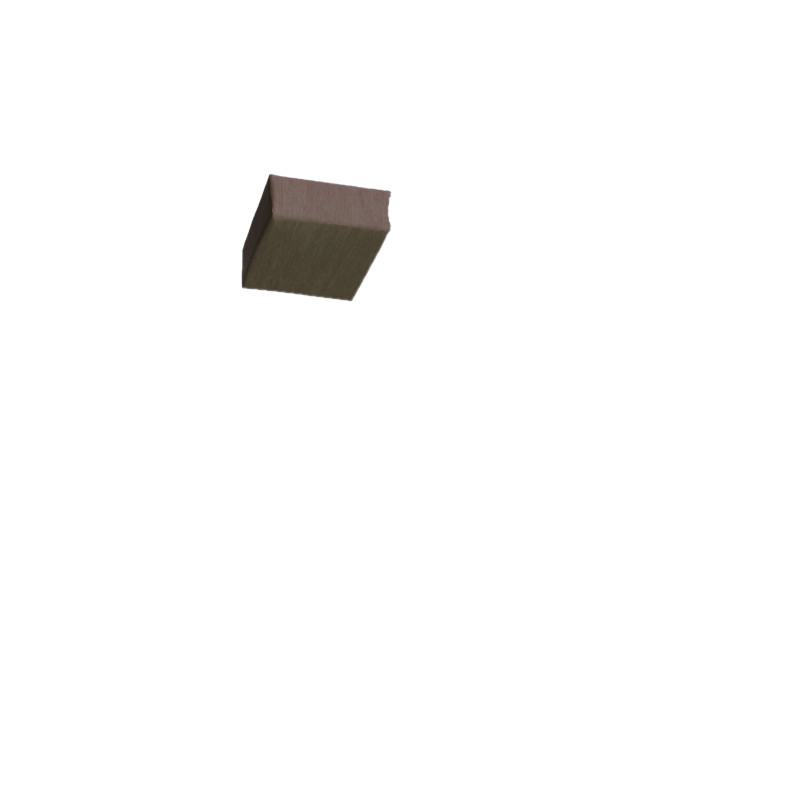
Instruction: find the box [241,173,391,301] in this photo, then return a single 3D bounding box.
[{"bbox_3d":[-0.064,-0.117,0.818,0.088,0.041,0.110,6,-24,-15],"label":"box"}]
